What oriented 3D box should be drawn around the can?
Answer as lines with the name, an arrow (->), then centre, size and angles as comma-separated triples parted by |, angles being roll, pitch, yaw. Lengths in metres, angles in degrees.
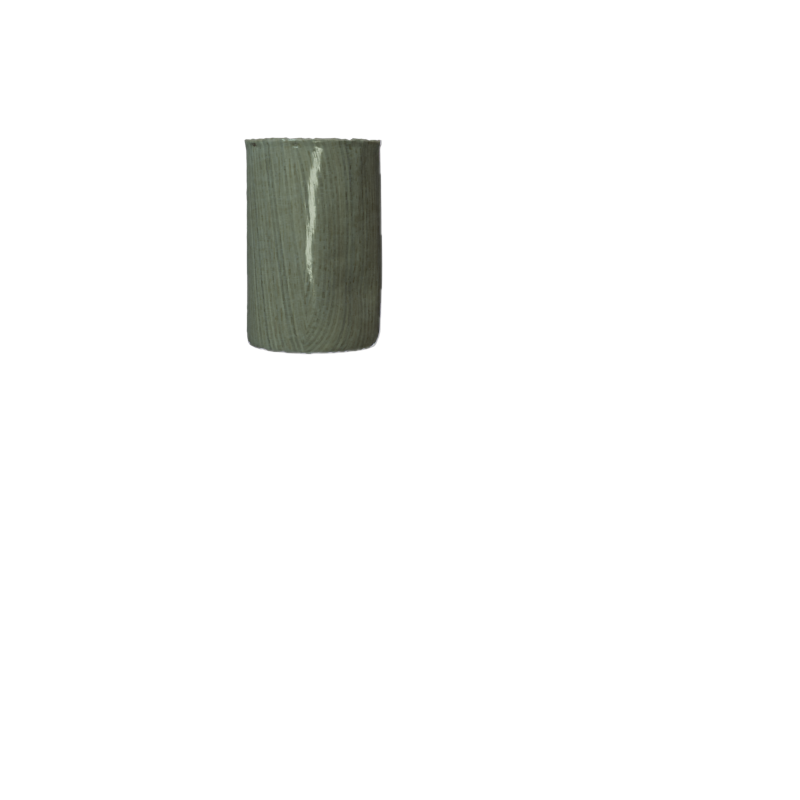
can -> -0.043, -0.079, 0.552 | 0.068, 0.101, 0.070 | 0, 7, -2
